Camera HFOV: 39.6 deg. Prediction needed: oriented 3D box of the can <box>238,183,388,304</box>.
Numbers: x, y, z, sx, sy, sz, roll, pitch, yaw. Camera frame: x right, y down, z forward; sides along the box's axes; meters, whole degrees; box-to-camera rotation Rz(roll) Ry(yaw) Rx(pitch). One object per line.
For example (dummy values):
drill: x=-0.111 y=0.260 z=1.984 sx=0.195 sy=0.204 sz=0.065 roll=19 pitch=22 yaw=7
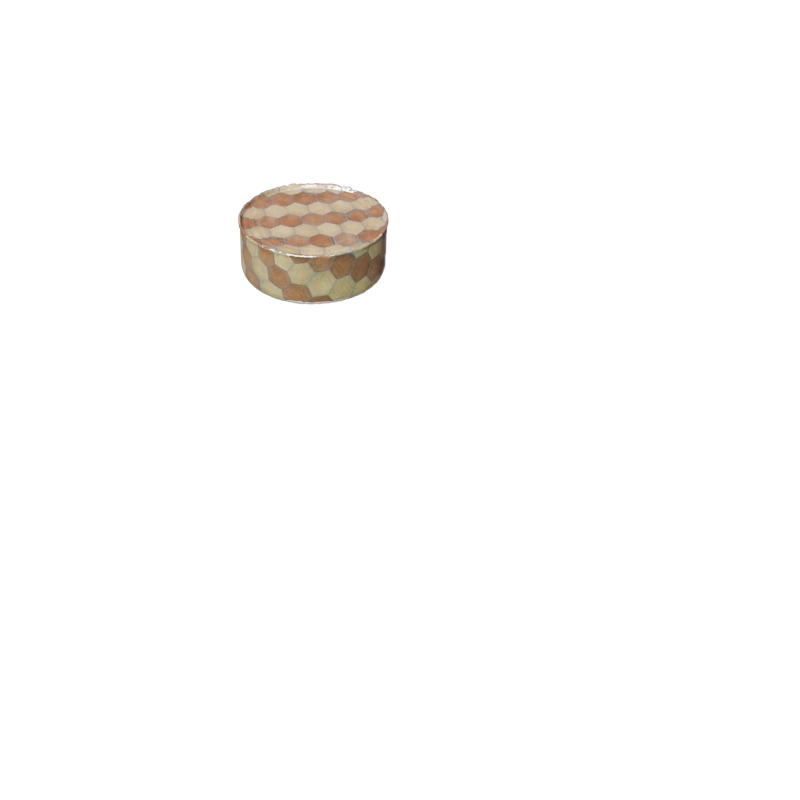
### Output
can: x=-0.050 y=-0.091 z=0.640 sx=0.086 sy=0.031 sz=0.092 roll=-1 pitch=36 yaw=-2
